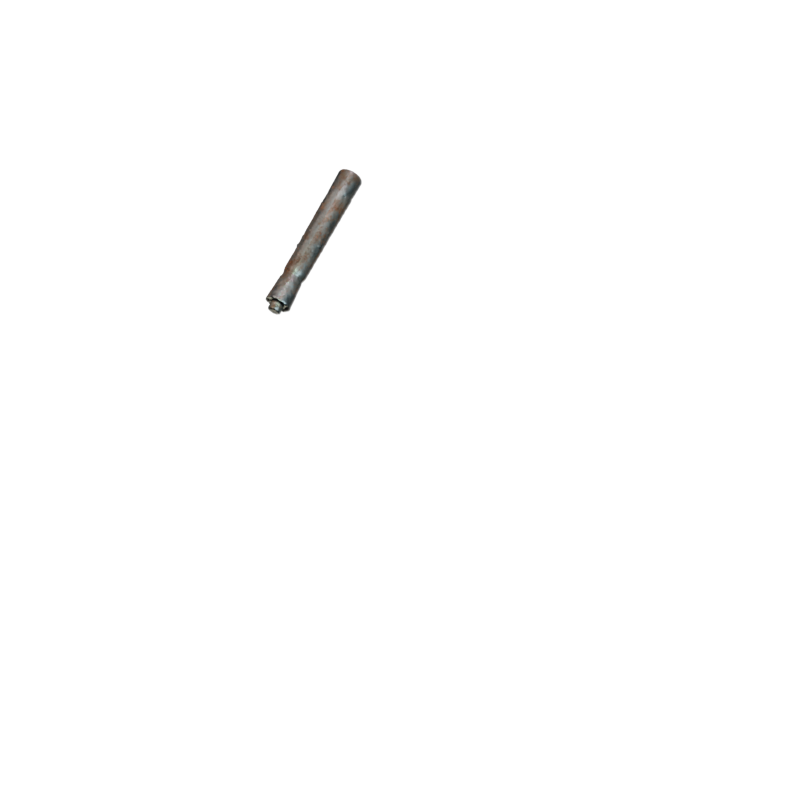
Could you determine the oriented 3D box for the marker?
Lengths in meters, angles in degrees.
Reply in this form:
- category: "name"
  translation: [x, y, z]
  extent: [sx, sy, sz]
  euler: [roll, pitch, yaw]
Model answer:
- category: "marker"
  translation: [-0.062, -0.113, 0.790]
  extent: [0.020, 0.125, 0.019]
  euler: [23, -23, 8]
